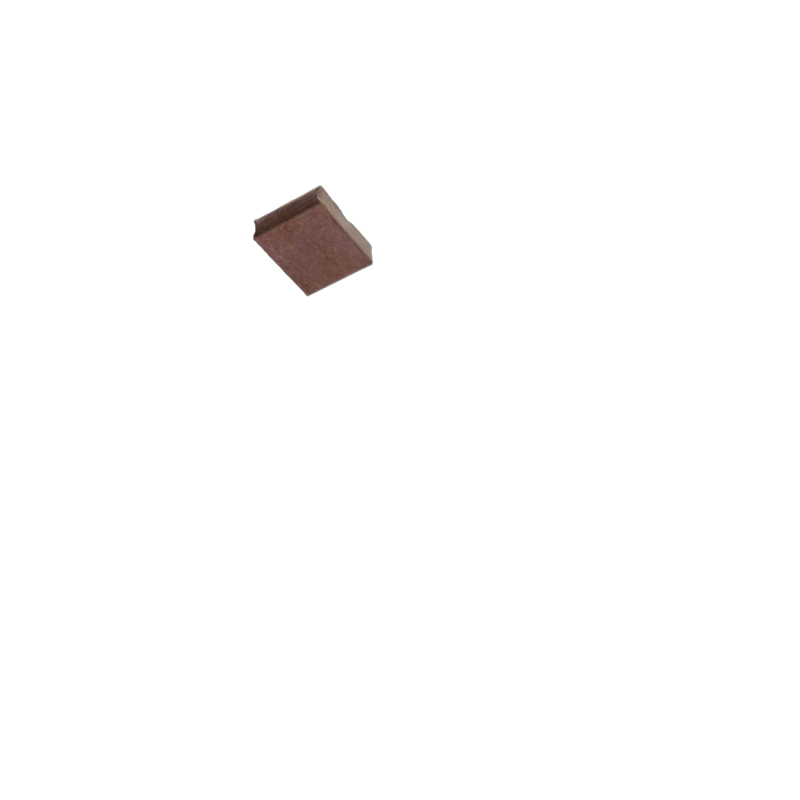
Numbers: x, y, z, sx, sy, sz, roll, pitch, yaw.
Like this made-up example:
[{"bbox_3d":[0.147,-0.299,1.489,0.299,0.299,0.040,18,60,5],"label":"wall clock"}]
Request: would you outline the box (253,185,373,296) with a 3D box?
[{"bbox_3d":[-0.078,-0.143,0.999,0.073,0.032,0.083,-26,-51,22],"label":"box"}]
